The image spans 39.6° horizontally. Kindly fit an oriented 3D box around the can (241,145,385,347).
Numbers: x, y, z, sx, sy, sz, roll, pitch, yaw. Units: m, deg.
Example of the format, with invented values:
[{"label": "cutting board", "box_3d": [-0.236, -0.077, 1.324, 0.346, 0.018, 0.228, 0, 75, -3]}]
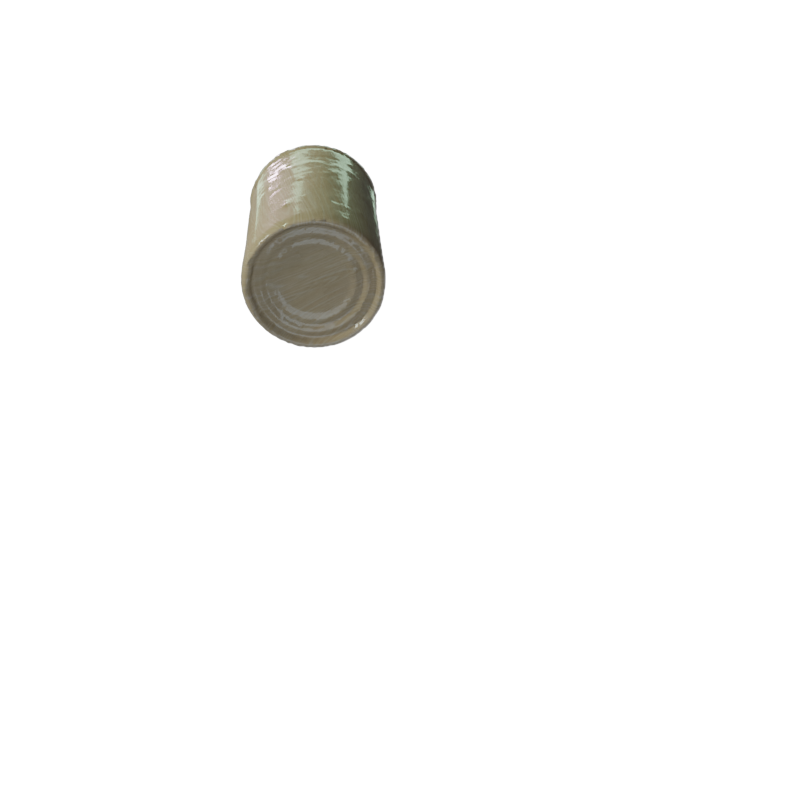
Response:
[{"label": "can", "box_3d": [-0.043, -0.079, 0.550, 0.068, 0.065, 0.108, 0, 28, -3]}]
